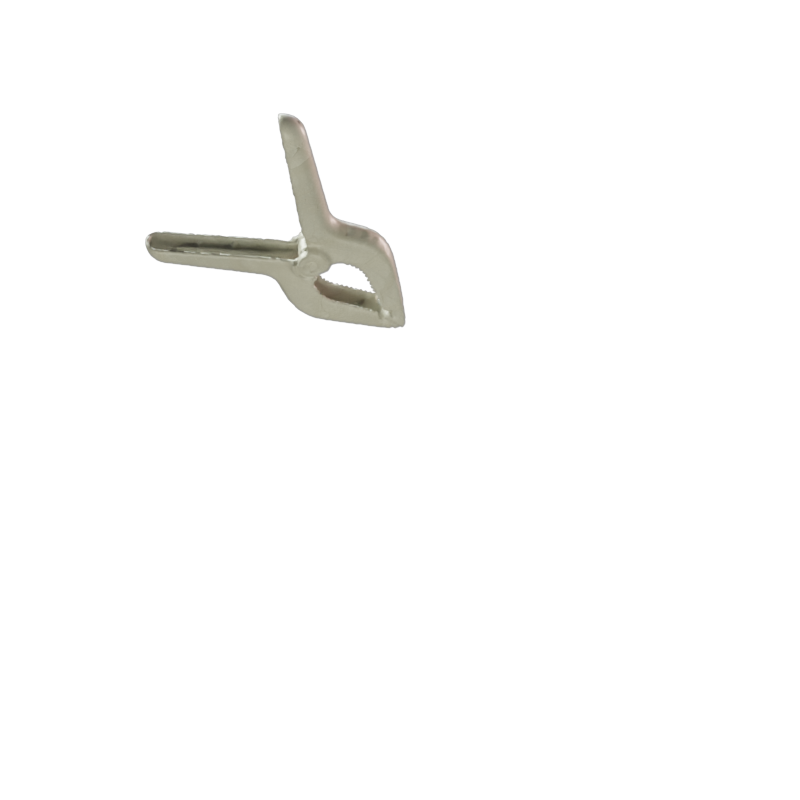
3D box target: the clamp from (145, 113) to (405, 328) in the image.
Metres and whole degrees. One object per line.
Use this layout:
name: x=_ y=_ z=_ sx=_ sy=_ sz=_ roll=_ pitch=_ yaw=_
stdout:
clamp: x=-0.067 y=-0.122 z=0.851 sx=0.200 sy=0.039 sz=0.161 roll=29 pitch=-52 yaw=-25
